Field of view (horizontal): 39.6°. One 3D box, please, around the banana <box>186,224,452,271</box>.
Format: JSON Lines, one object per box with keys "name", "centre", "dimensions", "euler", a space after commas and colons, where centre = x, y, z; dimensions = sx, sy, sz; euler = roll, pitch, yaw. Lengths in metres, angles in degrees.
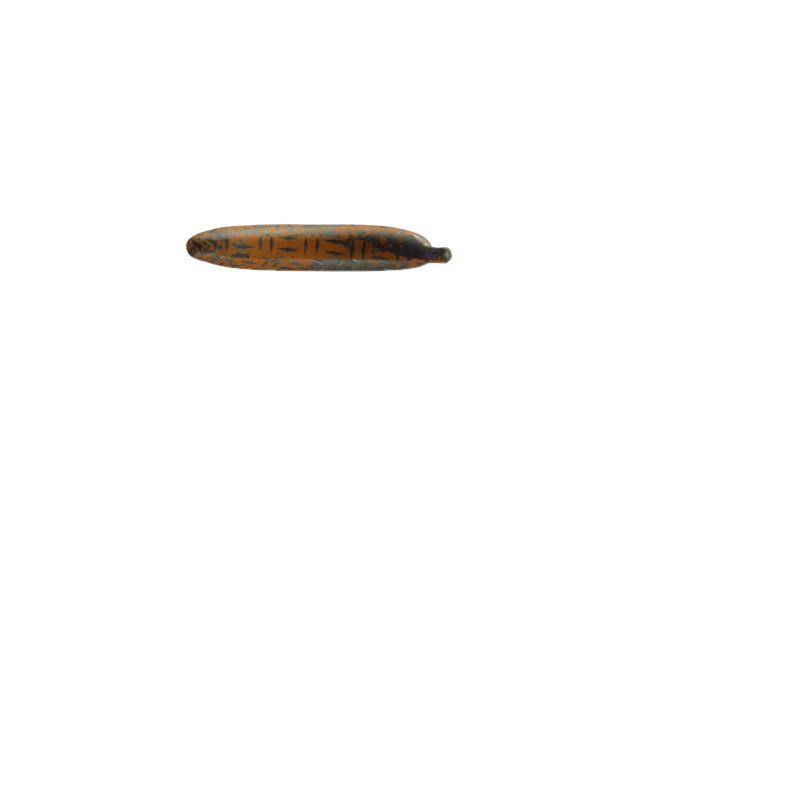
{"name": "banana", "centre": [-0.063, -0.119, 0.853], "dimensions": [0.198, 0.037, 0.069], "euler": [0, -3, 0]}
